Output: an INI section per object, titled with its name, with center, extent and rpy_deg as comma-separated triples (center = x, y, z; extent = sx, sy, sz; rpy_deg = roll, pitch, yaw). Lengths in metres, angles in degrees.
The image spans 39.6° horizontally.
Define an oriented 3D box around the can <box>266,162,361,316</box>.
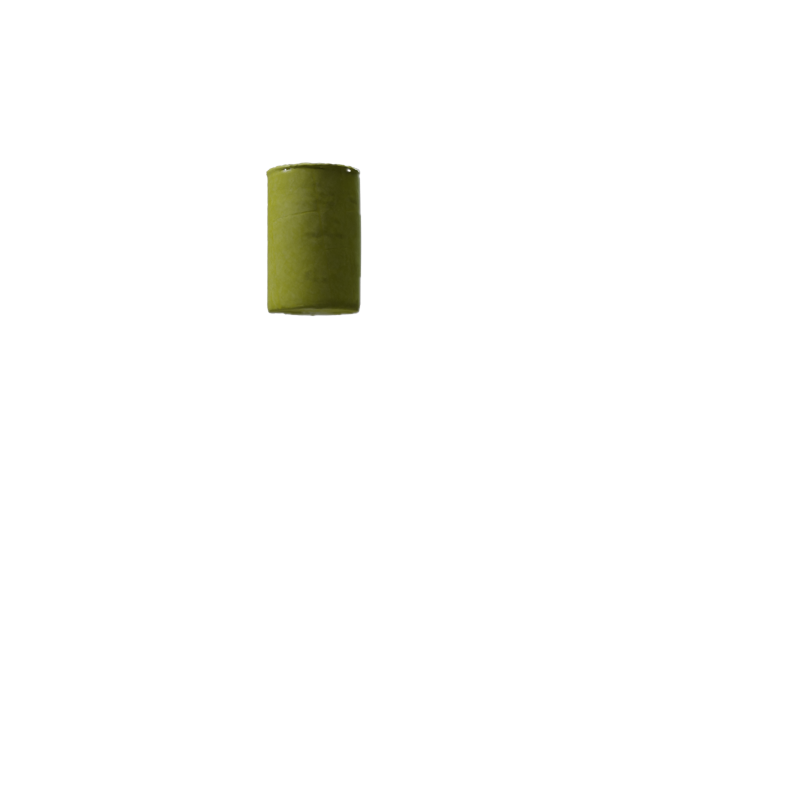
[can]
center = -0.062, -0.113, 0.792
extent = 0.068, 0.104, 0.068
rpy_deg = 0, -5, -2
